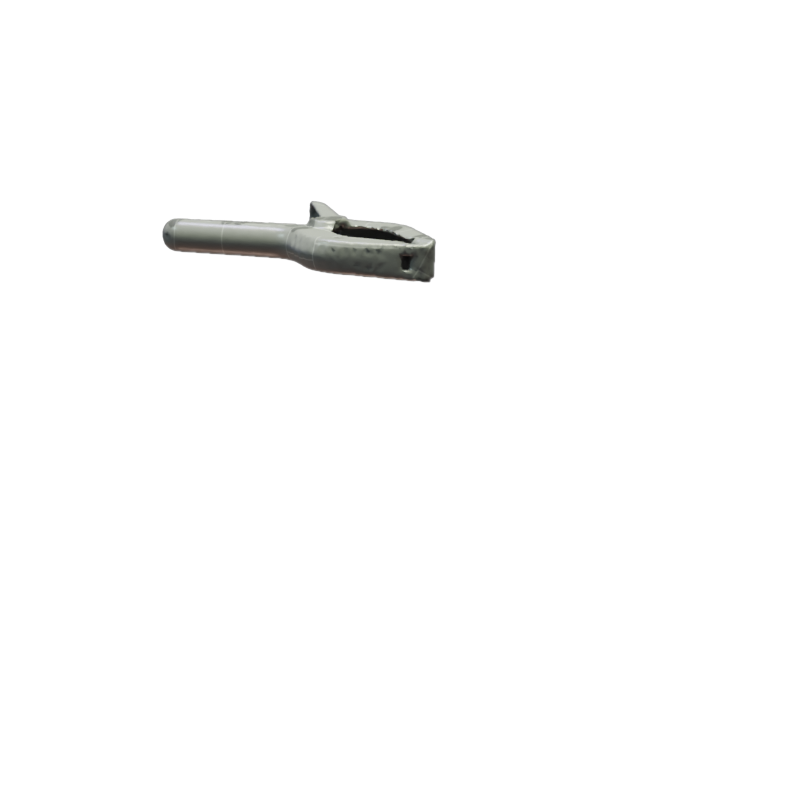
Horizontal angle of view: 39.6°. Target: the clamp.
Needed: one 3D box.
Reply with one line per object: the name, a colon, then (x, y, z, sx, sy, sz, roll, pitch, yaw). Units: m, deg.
clamp: (-0.064, -0.117, 0.819, 0.161, 0.035, 0.223, -14, 23, -36)
